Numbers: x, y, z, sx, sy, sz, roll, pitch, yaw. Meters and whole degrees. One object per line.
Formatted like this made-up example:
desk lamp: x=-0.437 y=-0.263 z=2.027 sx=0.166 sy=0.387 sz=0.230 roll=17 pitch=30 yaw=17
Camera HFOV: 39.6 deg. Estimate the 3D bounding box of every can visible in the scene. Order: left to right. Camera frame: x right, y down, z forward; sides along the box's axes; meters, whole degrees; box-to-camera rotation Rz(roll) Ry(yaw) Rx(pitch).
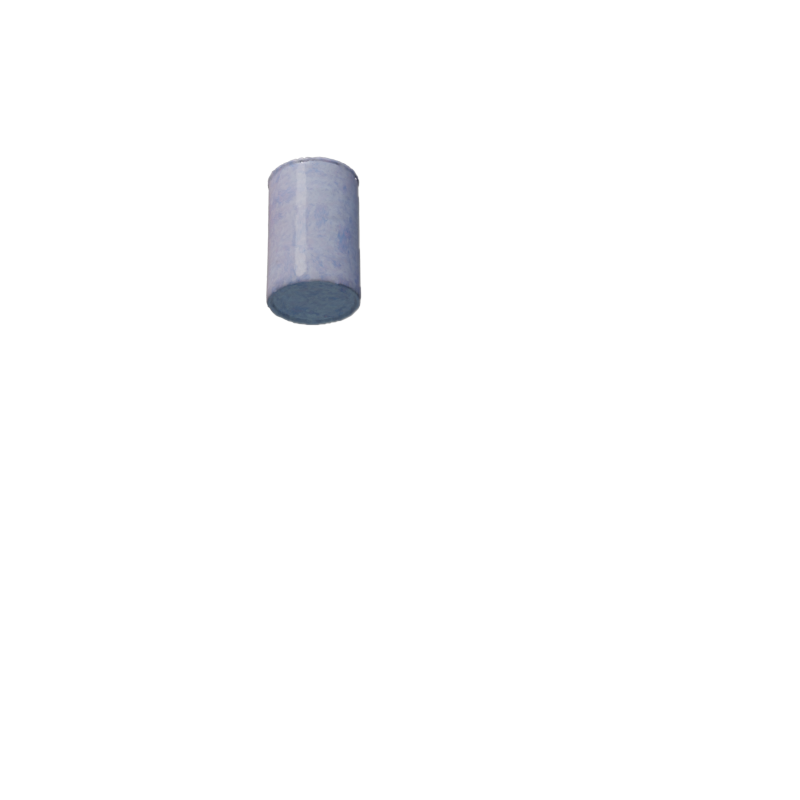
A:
can: x=-0.062 y=-0.113 z=0.795 sx=0.068 sy=0.109 sz=0.064 roll=0 pitch=-28 yaw=-2
